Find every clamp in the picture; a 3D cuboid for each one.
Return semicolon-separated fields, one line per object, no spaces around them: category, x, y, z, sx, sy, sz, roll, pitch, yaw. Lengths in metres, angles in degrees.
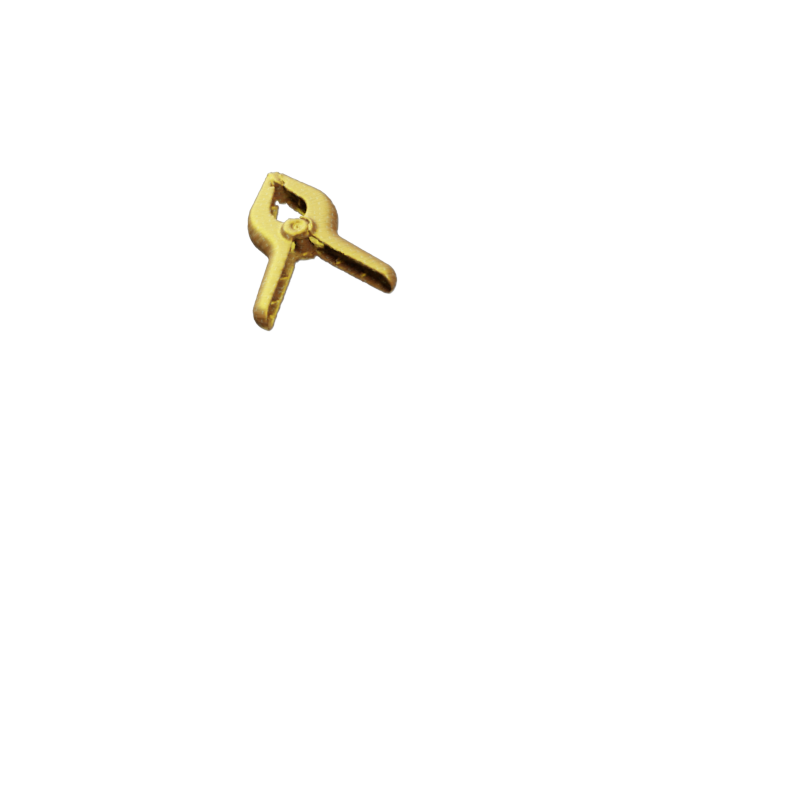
clamp;-0.074;-0.135;0.945;0.119;0.185;0.036;-8;-40;-7
